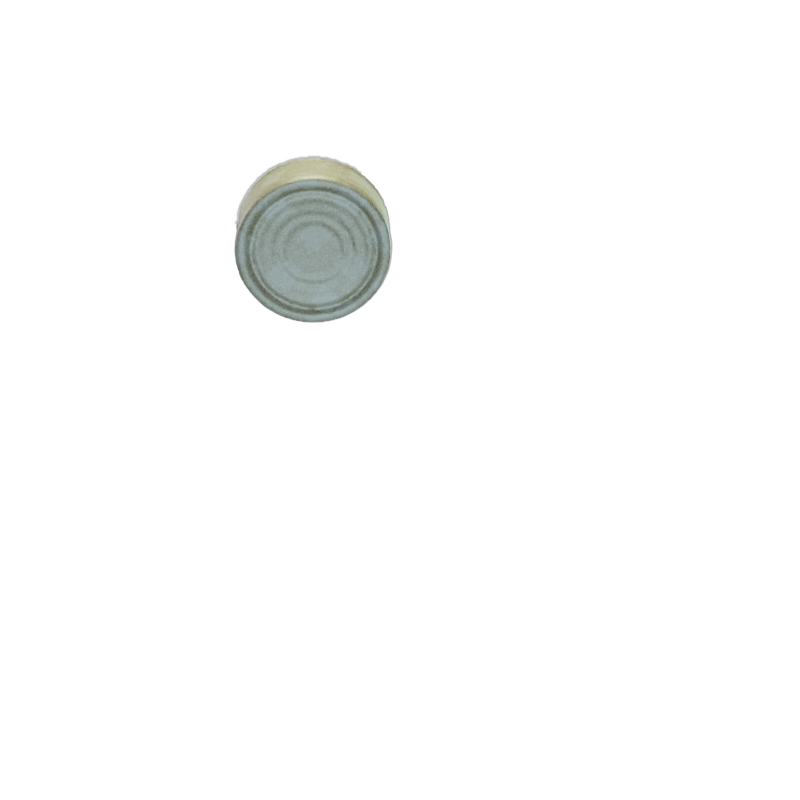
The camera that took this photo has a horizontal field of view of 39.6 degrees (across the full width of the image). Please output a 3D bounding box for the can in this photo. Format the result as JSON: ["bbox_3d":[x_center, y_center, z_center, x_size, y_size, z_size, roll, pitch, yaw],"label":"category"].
[{"bbox_3d":[-0.047,-0.086,0.602,0.086,0.082,0.035,1,23,-1],"label":"can"}]
